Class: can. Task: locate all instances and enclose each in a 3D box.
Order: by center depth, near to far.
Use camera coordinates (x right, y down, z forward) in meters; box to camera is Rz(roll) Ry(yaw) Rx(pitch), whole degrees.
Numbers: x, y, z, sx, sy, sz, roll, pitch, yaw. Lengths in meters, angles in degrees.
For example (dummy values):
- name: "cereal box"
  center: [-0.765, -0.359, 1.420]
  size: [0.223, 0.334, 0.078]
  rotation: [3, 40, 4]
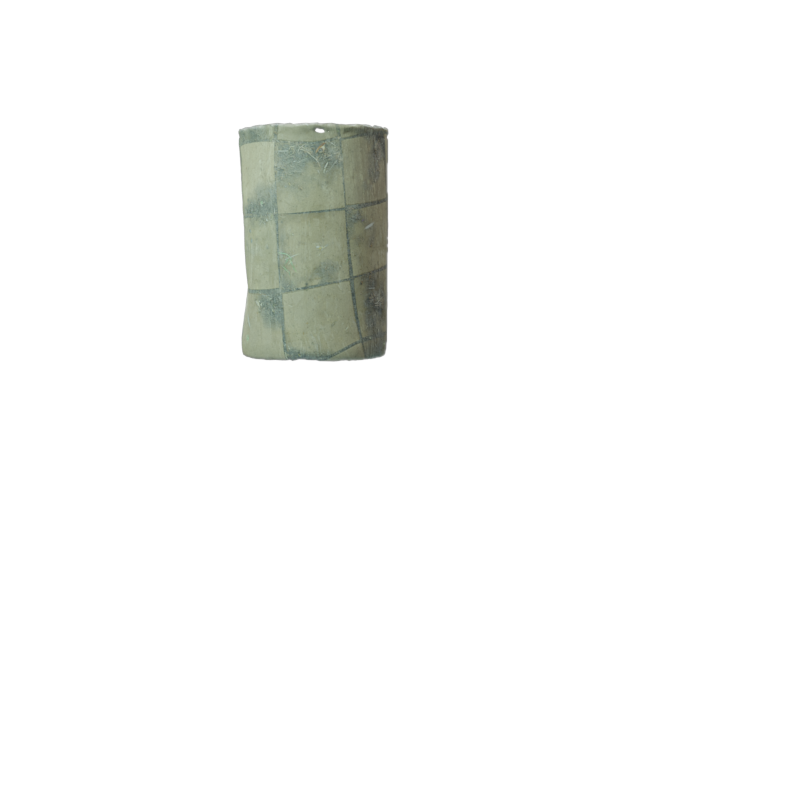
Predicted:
- name: "can"
  center: [-0.039, -0.072, 0.501]
  size: [0.068, 0.102, 0.069]
  rotation: [0, 3, -2]
